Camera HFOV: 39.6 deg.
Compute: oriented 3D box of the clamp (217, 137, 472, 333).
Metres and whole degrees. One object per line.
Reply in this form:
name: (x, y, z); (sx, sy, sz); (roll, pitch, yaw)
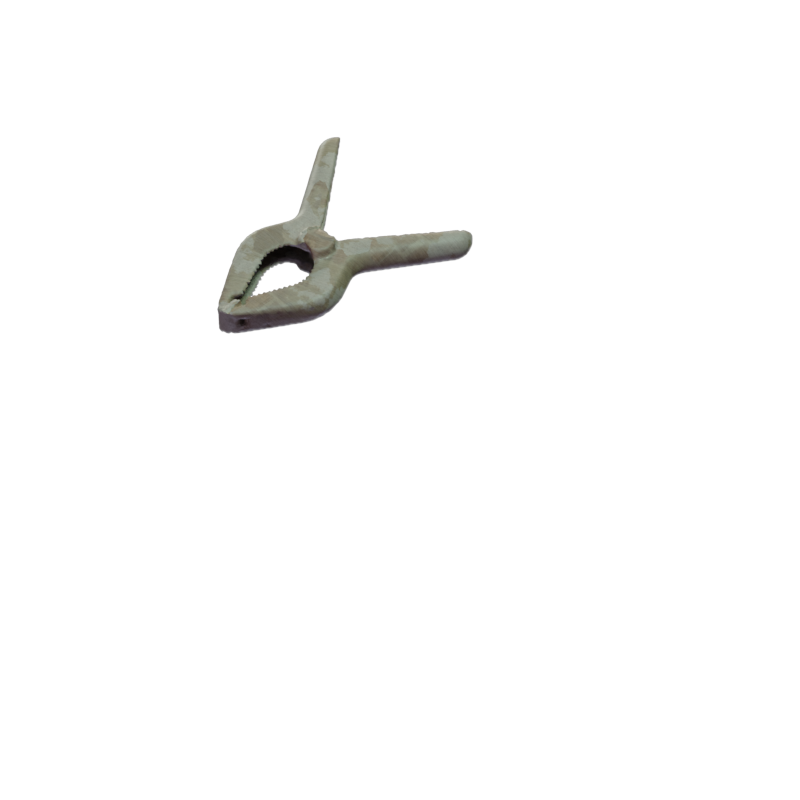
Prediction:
clamp: (-0.070, -0.128, 0.895); (0.210, 0.176, 0.034); (-33, -31, -23)
